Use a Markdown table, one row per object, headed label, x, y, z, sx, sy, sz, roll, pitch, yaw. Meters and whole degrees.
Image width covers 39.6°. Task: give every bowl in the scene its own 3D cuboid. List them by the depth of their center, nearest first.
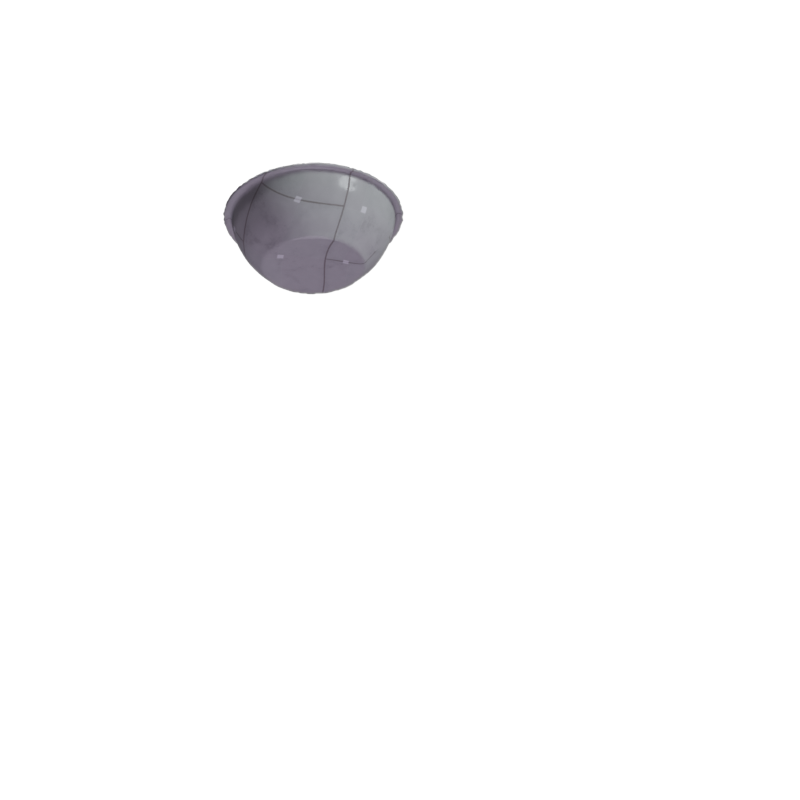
| label | x | y | z | sx | sy | sz | roll | pitch | yaw |
| --- | --- | --- | --- | --- | --- | --- | --- | --- | --- |
| bowl | -0.077 | -0.141 | 0.987 | 0.162 | 0.059 | 0.152 | 1 | -29 | -2 |
